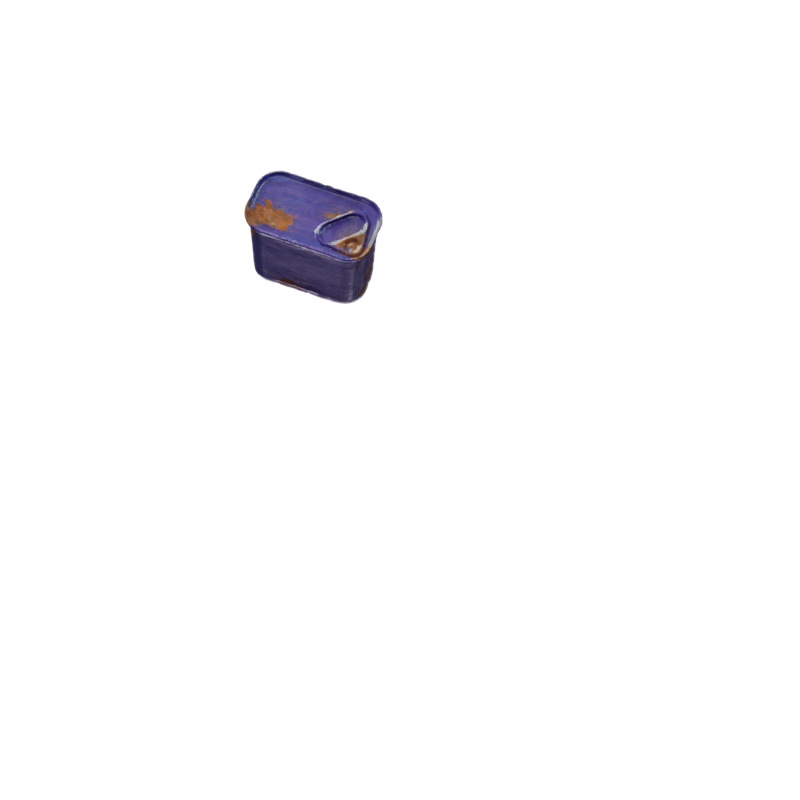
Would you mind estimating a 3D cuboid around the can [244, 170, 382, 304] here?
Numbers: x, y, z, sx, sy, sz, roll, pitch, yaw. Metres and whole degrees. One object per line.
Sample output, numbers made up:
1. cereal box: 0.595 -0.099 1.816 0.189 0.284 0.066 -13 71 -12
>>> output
1. can: -0.068 -0.124 0.870 0.104 0.060 0.079 19 -24 8
